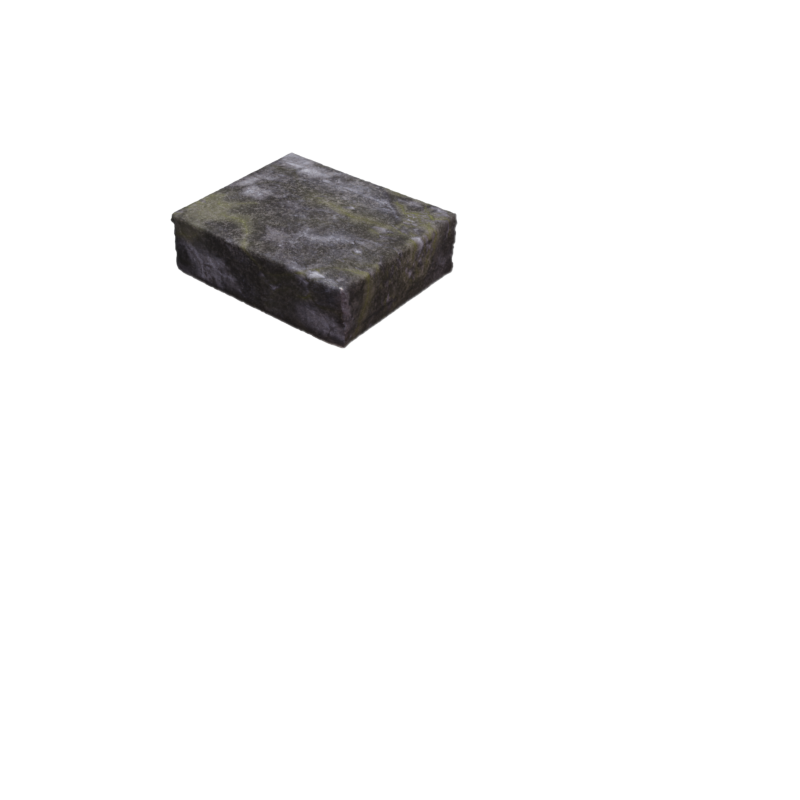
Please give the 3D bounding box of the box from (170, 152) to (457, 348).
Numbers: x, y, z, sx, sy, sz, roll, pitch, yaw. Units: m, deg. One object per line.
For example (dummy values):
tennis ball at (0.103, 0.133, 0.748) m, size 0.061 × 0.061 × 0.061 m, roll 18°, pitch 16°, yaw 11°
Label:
box at (-0.043, -0.078, 0.550) m, size 0.120 × 0.036 × 0.090 m, roll 27°, pitch 45°, yaw 30°
